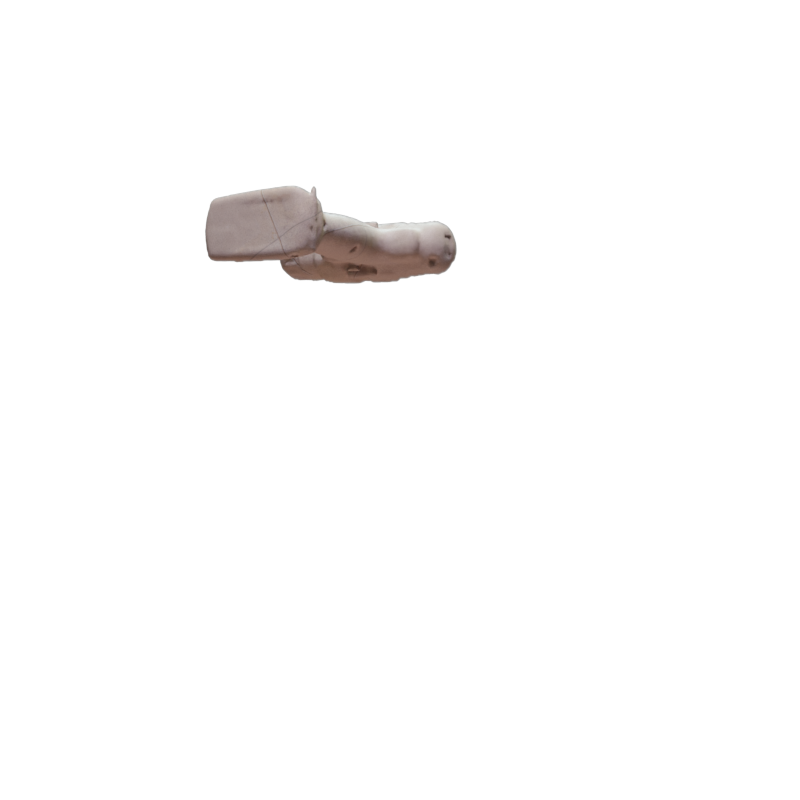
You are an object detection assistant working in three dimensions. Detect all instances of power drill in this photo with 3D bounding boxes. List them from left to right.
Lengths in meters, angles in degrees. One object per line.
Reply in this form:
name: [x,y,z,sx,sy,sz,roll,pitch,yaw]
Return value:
power drill: [-0.073,-0.134,0.936,0.190,0.058,0.179,-1,-2,38]
